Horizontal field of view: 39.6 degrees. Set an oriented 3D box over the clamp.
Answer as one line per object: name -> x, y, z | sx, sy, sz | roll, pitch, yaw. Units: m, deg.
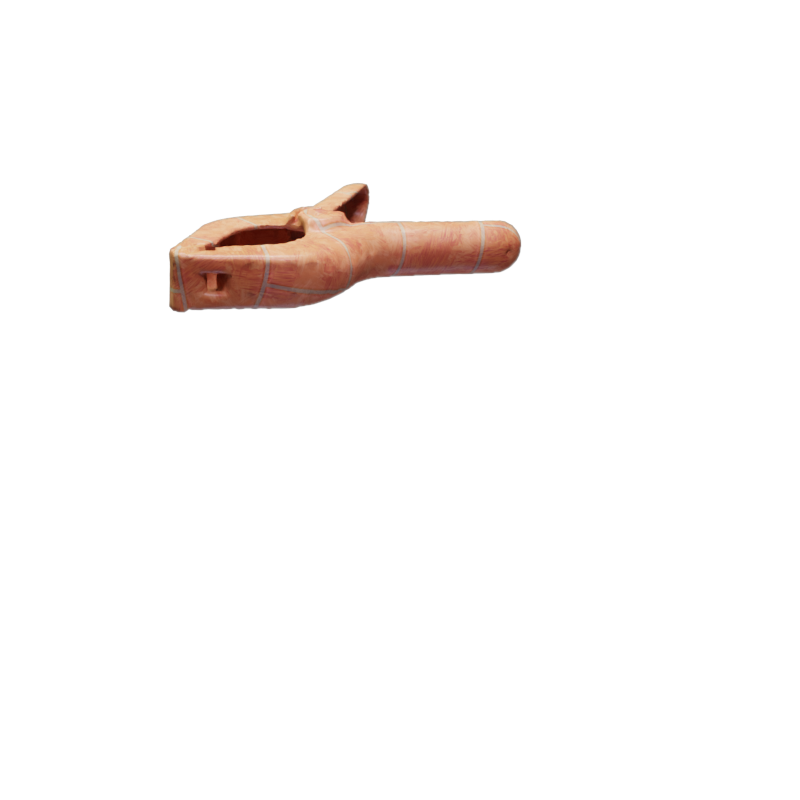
clamp -> -0.042, -0.076, 0.534 | 0.167, 0.038, 0.127 | -11, 20, -32
